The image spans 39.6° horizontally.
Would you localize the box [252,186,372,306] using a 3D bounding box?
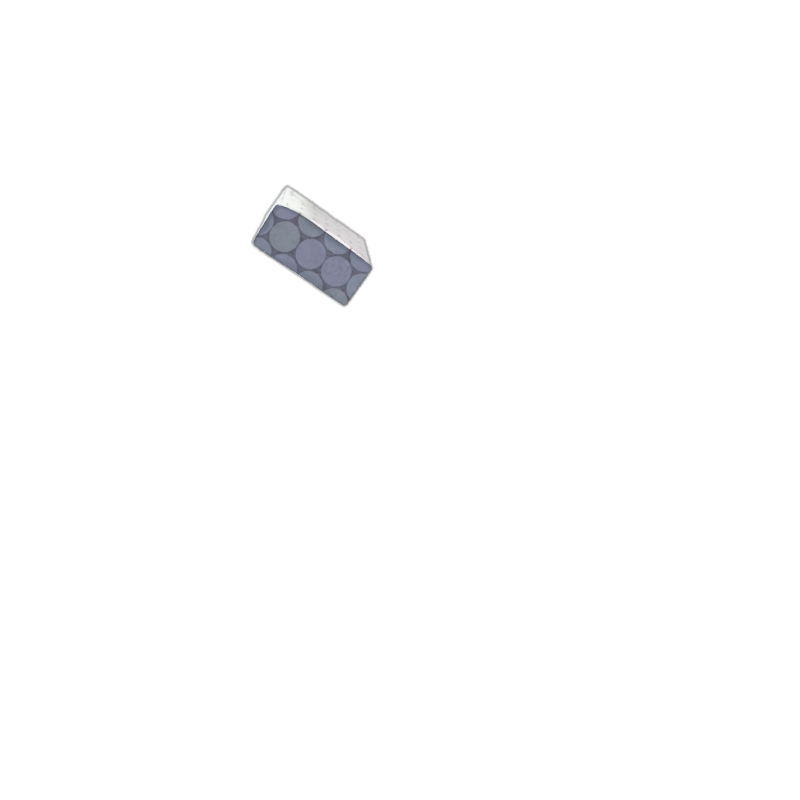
[{"bbox_3d":[-0.075,-0.136,0.956,0.092,0.048,0.180,34,8,-9],"label":"box"}]
